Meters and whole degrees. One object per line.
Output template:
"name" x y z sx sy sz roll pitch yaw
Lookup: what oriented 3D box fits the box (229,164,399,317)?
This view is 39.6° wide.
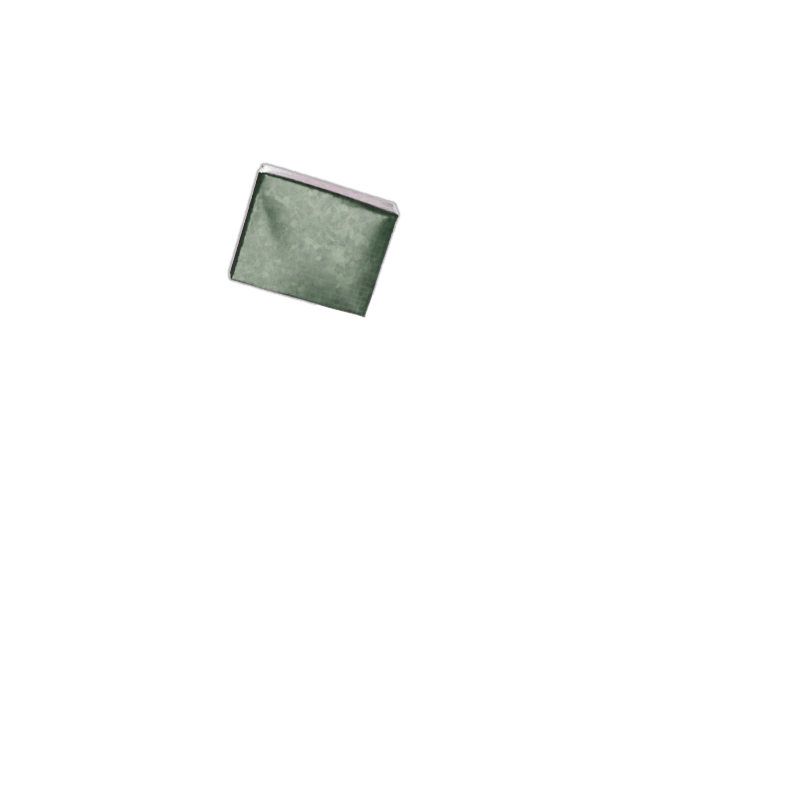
"box" -0.067 -0.123 0.857 0.112 0.088 0.040 17 14 -5
